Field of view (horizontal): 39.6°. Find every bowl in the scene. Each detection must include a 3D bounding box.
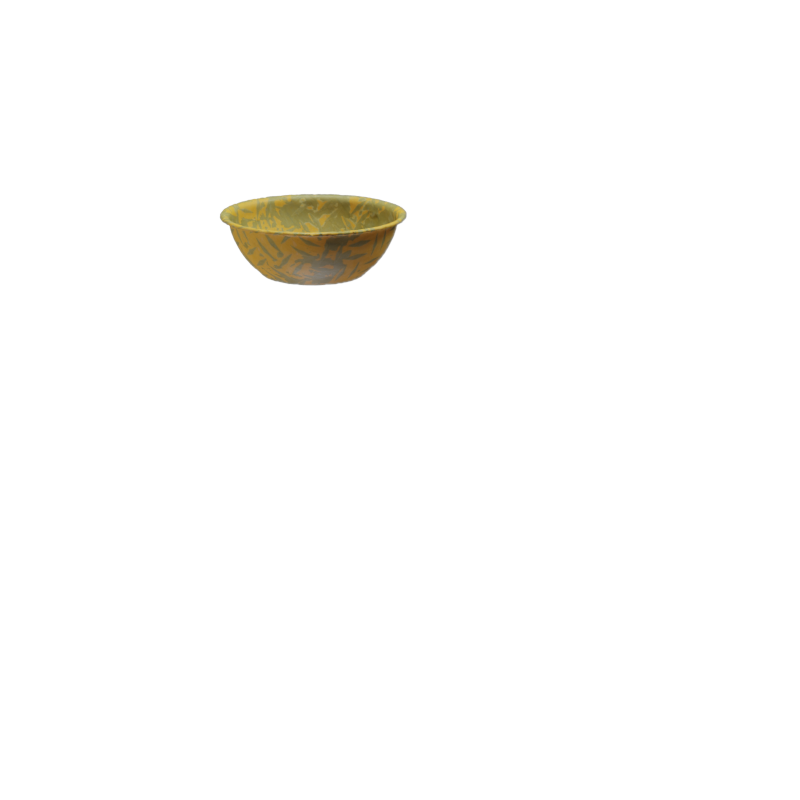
[{"bbox_3d":[-0.076,-0.138,0.965,0.162,0.053,0.169,-1,20,-2],"label":"bowl"}]
